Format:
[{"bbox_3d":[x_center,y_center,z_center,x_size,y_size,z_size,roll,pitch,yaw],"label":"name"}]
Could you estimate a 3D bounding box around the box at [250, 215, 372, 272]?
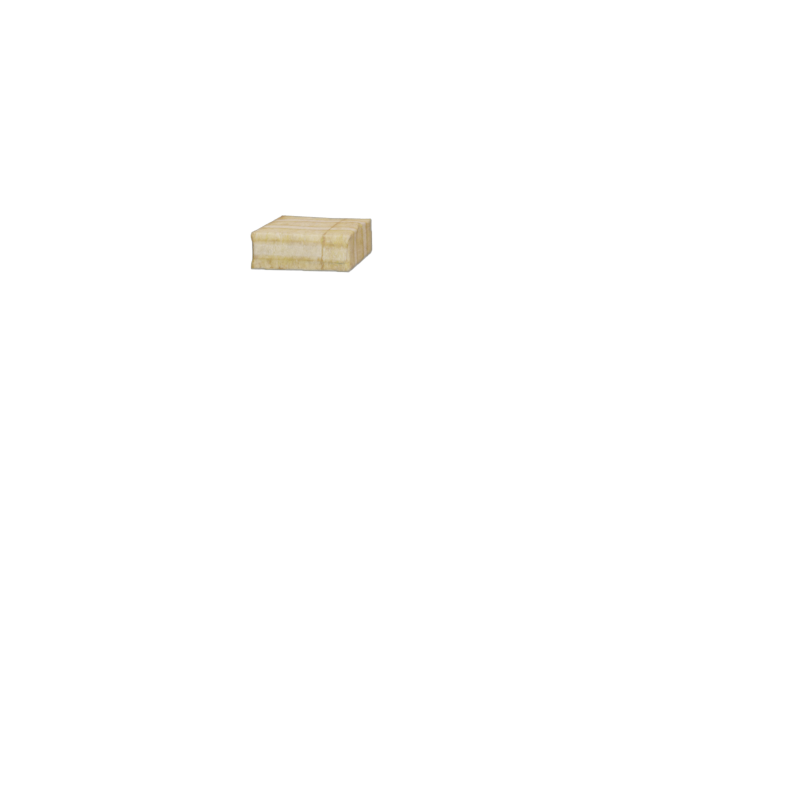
[{"bbox_3d":[-0.064,-0.117,0.820,0.074,0.029,0.090,3,16,11],"label":"box"}]
